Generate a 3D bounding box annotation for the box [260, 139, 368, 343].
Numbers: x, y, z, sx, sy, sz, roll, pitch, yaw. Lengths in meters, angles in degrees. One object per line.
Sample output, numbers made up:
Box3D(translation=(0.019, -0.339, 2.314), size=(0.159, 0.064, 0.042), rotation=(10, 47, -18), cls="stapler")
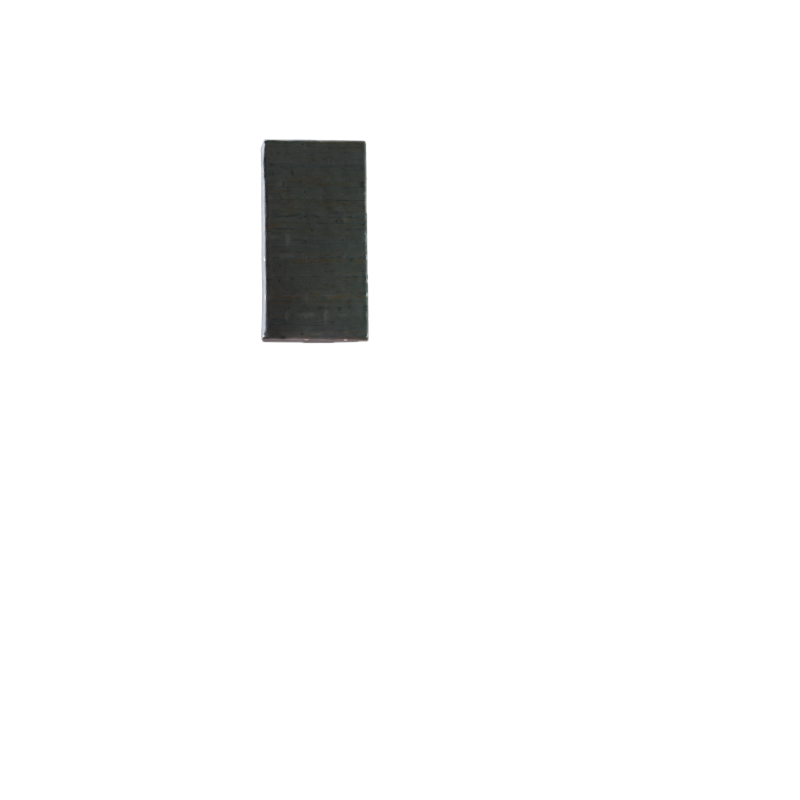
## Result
Box3D(translation=(-0.076, -0.139, 0.975), size=(0.092, 0.179, 0.048), rotation=(0, -7, -7), cls="box")
